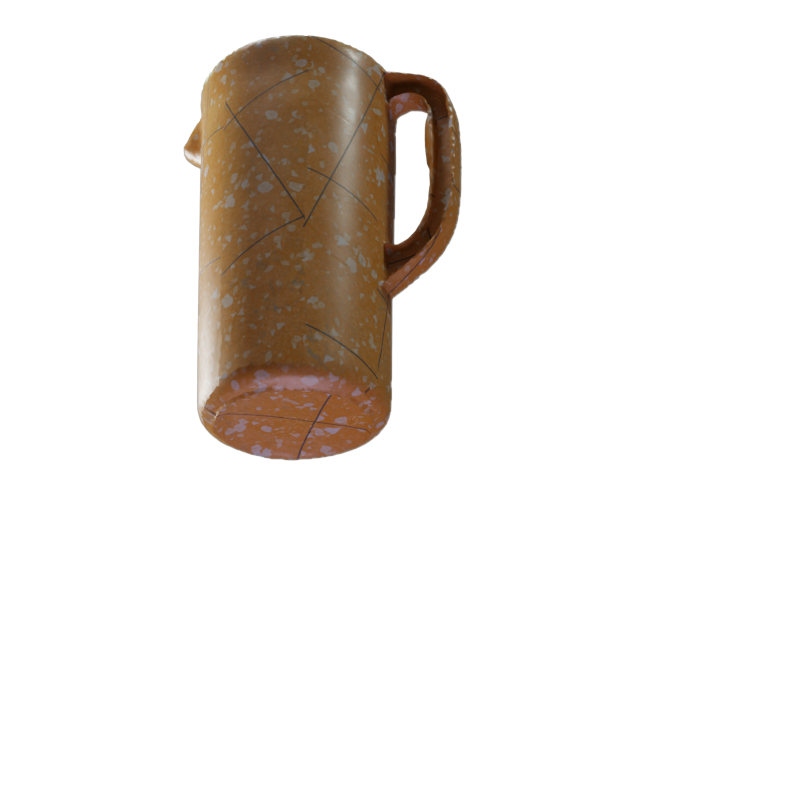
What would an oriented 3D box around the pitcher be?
[{"bbox_3d":[-0.053,-0.096,0.673,0.140,0.259,0.145,13,-35,-23],"label":"pitcher"}]
